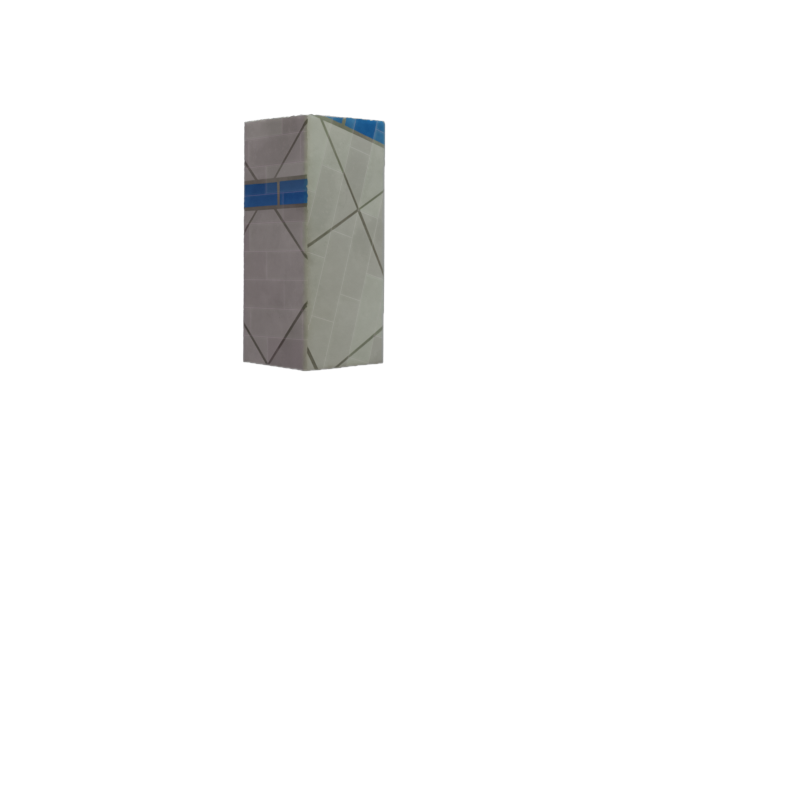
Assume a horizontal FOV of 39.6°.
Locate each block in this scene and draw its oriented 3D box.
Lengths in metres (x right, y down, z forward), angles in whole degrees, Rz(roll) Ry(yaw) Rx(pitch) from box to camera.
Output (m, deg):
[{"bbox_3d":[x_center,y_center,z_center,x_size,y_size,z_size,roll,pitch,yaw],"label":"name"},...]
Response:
[{"bbox_3d":[-0.073,-0.135,0.944,0.087,0.206,0.094,-1,2,-42],"label":"block"}]
